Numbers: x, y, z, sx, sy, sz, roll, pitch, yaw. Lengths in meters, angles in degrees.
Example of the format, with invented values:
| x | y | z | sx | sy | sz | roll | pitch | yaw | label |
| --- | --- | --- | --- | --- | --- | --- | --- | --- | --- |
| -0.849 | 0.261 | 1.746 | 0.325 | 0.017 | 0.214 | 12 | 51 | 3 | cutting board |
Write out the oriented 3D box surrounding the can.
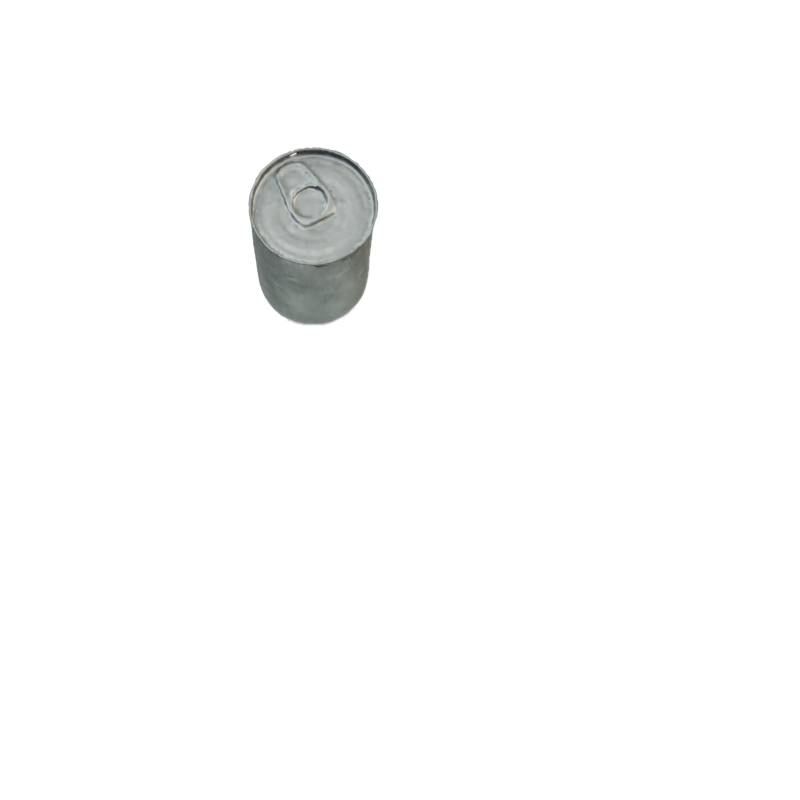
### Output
| x | y | z | sx | sy | sz | roll | pitch | yaw | label |
| --- | --- | --- | --- | --- | --- | --- | --- | --- | --- |
| -0.049 | -0.089 | 0.625 | 0.068 | 0.072 | 0.098 | 0 | -18 | -3 | can |
